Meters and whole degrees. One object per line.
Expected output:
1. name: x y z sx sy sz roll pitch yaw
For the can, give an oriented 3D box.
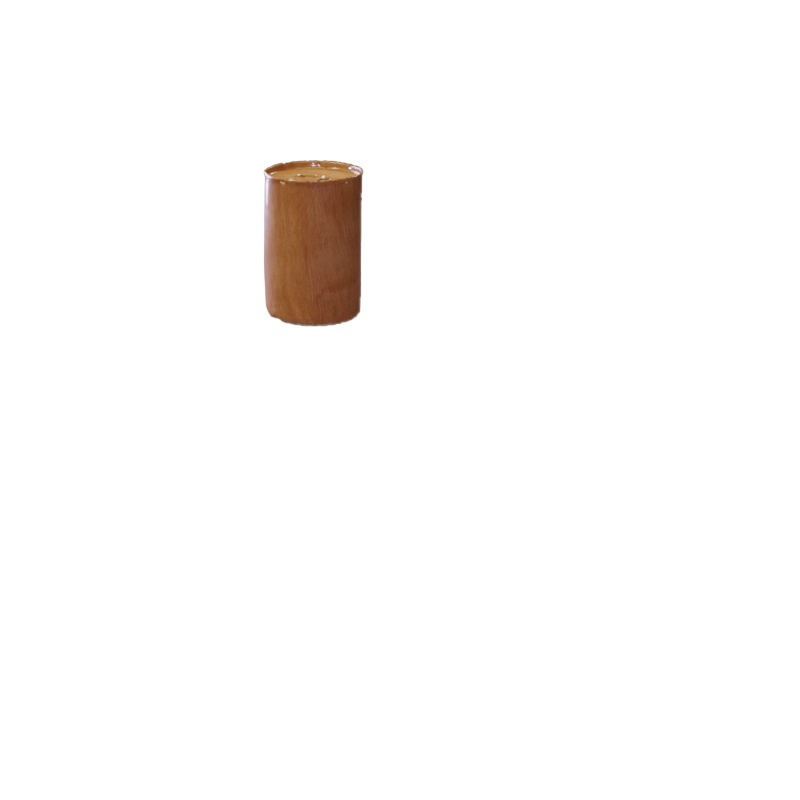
1. can: -0.060 -0.109 0.767 0.068 0.098 0.071 0 18 -2
